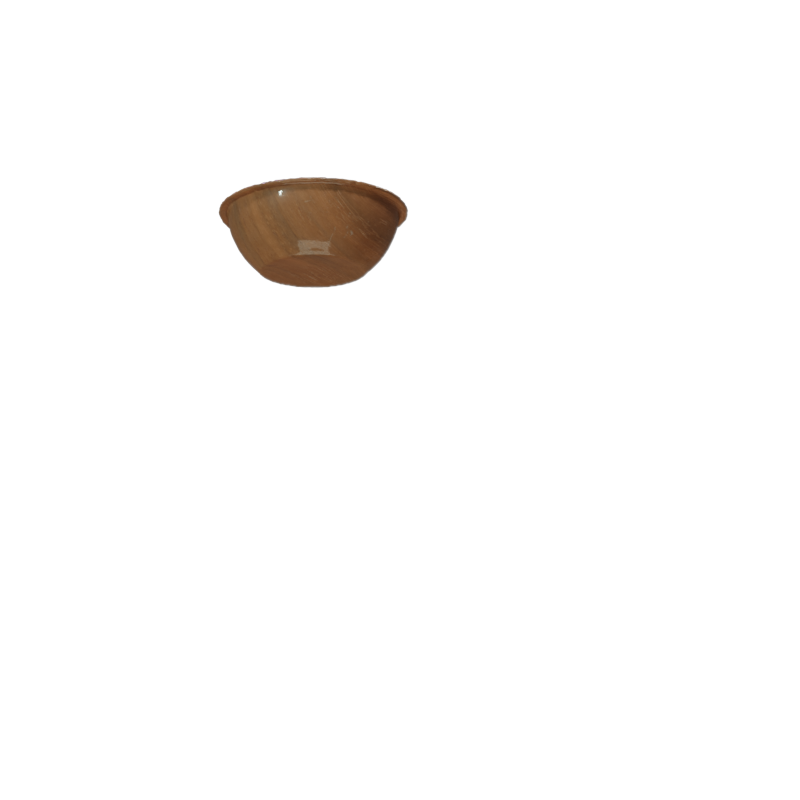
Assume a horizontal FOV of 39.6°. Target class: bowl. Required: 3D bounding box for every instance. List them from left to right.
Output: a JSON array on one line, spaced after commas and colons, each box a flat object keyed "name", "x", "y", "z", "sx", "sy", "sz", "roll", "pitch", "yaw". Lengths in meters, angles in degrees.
[{"name": "bowl", "x": -0.074, "y": -0.135, "z": 0.942, "sx": 0.162, "sy": 0.057, "sz": 0.156, "roll": 0, "pitch": -13, "yaw": -2}]
